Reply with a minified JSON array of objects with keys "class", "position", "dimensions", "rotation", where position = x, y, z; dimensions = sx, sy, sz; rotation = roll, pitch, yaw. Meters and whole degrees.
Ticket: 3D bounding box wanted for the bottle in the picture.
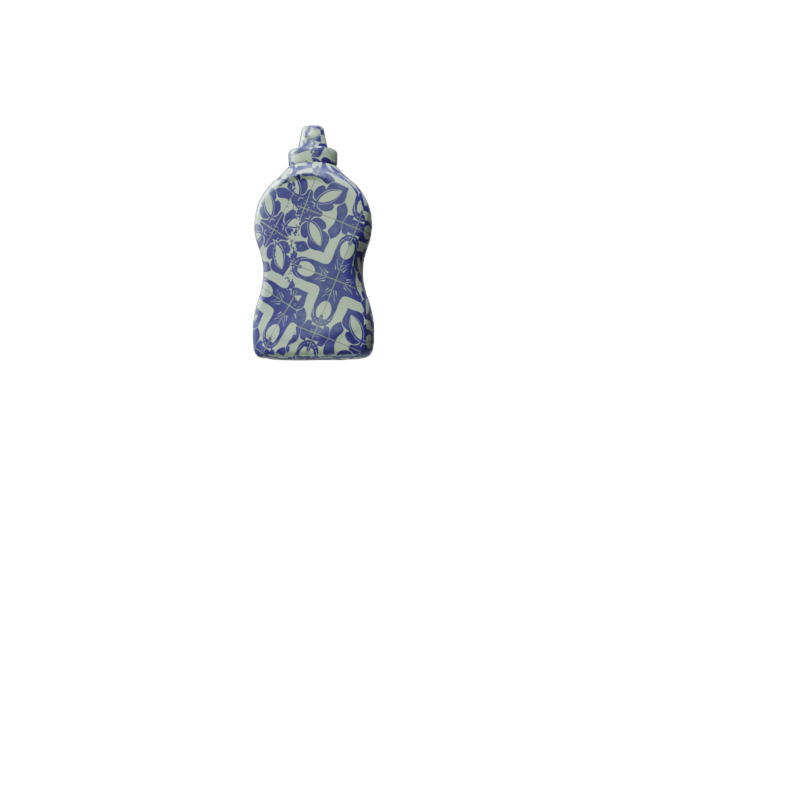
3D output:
[{"class":"bottle","position":[-0.071,-0.130,0.907],"dimensions":[0.098,0.196,0.056],"rotation":[-2,-8,16]}]
